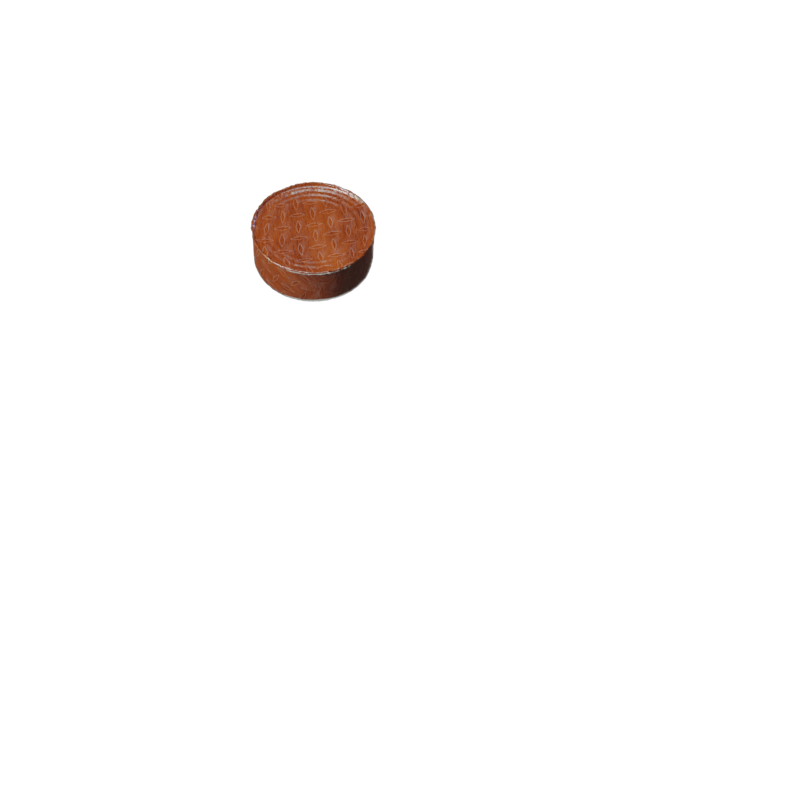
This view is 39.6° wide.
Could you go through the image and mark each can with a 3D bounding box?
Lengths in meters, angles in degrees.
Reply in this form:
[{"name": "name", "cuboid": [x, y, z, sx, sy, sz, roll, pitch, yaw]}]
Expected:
[{"name": "can", "cuboid": [-0.060, -0.110, 0.772, 0.086, 0.092, 0.031, -1, -39, -1]}]
